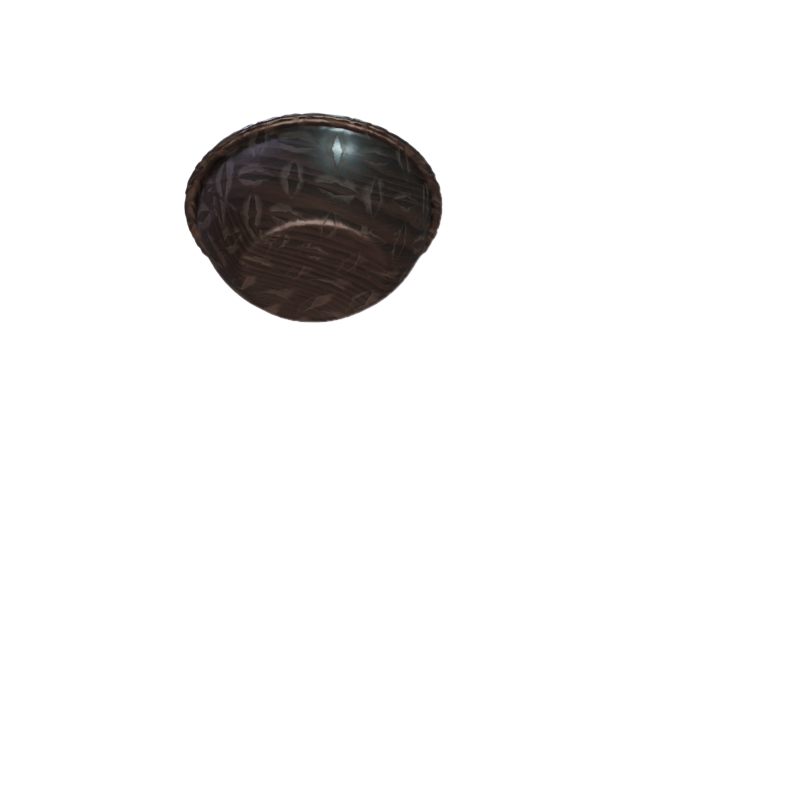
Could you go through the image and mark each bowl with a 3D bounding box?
[{"bbox_3d":[-0.053,-0.096,0.676,0.162,0.059,0.151,1,-39,-1],"label":"bowl"}]
